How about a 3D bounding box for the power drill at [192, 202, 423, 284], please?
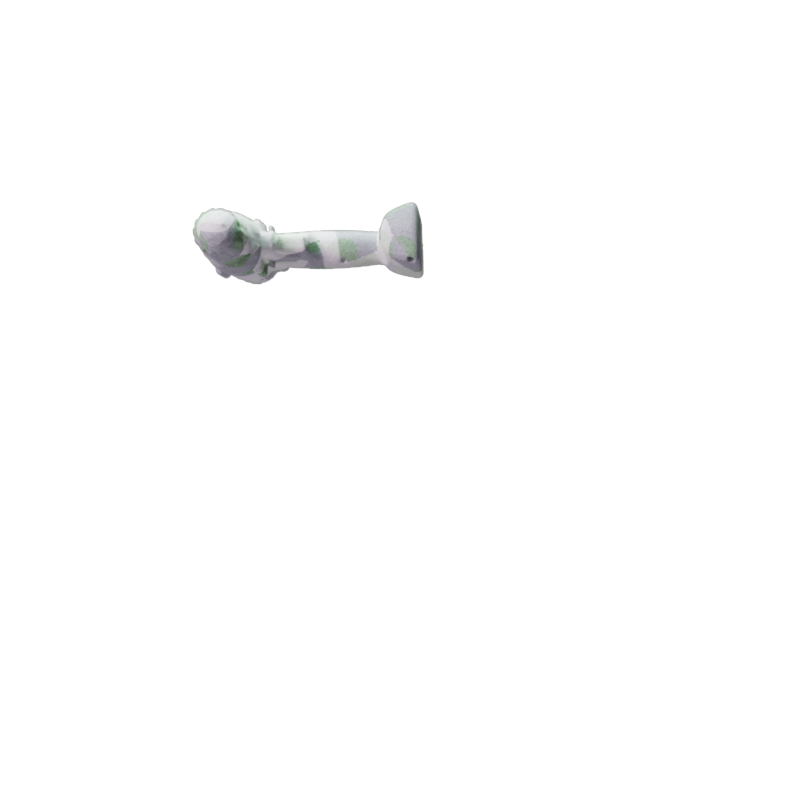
[{"bbox_3d":[-0.075,-0.138,0.964,0.190,0.058,0.181,0,-1,7],"label":"power drill"}]
